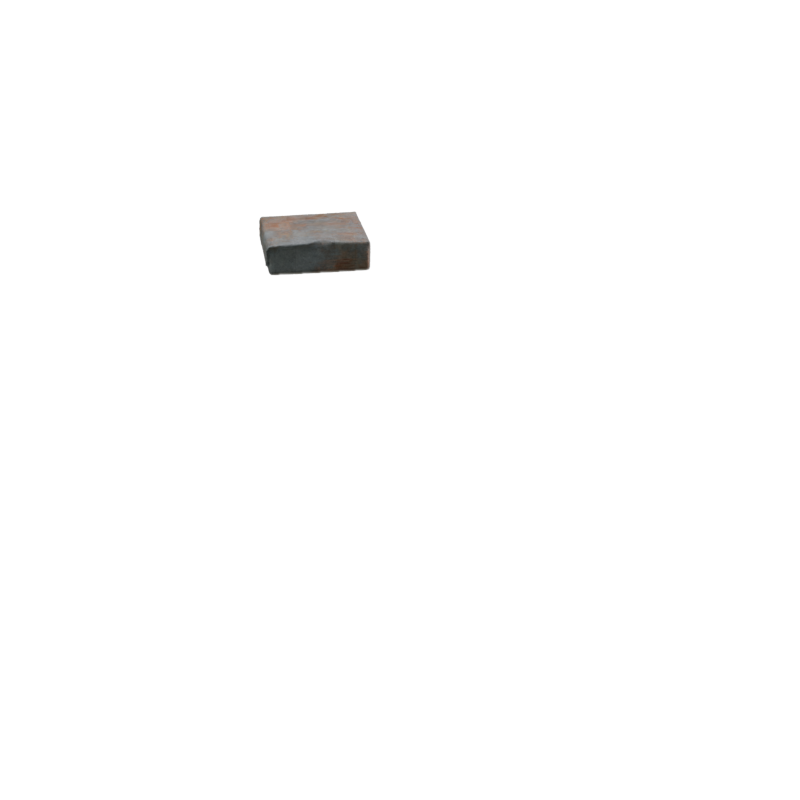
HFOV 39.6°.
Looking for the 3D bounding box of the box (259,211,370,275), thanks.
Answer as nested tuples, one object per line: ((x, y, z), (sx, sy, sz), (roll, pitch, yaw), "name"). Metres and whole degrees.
((-0.075, -0.137, 0.962), (0.088, 0.029, 0.078), (-4, 28, -8), "box")
